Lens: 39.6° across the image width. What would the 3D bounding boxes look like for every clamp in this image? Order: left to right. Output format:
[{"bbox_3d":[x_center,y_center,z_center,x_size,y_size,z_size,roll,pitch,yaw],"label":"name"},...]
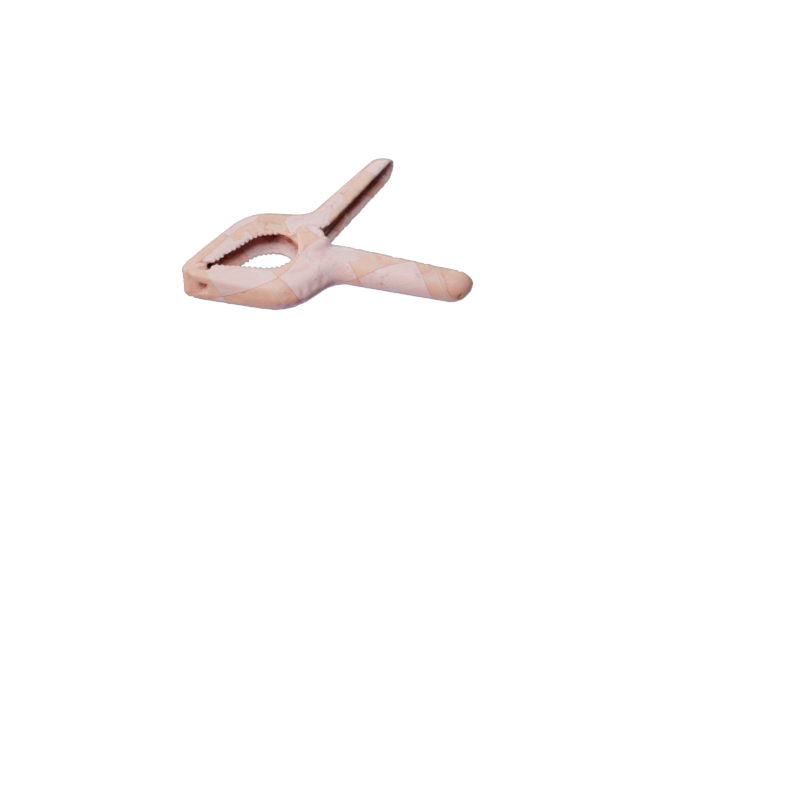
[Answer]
[{"bbox_3d":[-0.068,-0.123,0.864,0.208,0.034,0.178,-10,46,-10],"label":"clamp"}]
